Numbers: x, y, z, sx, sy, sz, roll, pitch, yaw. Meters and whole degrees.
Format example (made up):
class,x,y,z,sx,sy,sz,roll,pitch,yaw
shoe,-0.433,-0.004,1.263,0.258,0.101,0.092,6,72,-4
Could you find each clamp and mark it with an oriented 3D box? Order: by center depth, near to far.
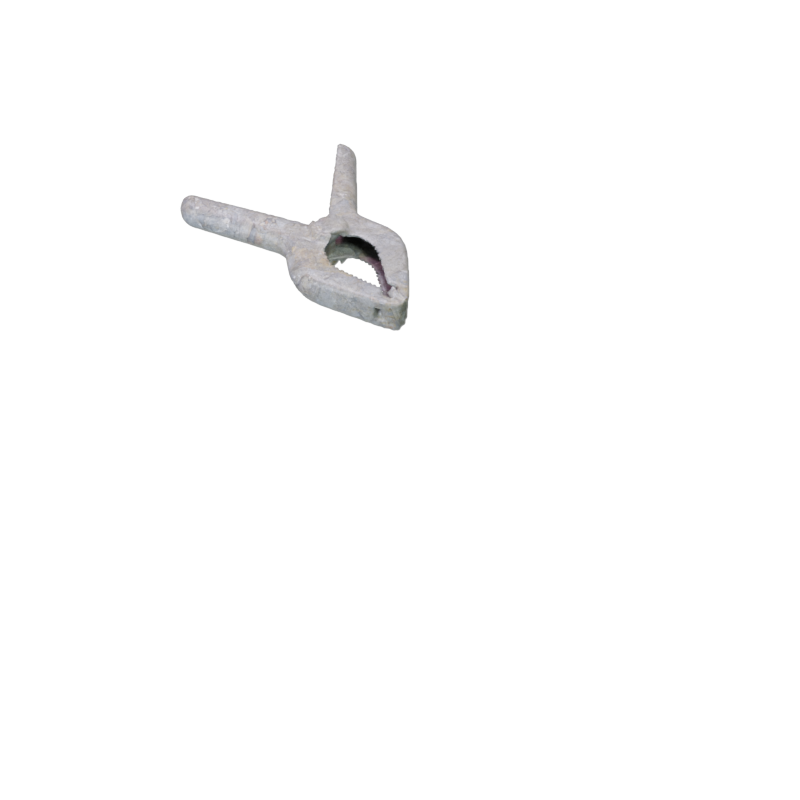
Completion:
class,x,y,z,sx,sy,sz,roll,pitch,yaw
clamp,-0.069,-0.125,0.875,0.163,0.034,0.227,-19,47,-19
